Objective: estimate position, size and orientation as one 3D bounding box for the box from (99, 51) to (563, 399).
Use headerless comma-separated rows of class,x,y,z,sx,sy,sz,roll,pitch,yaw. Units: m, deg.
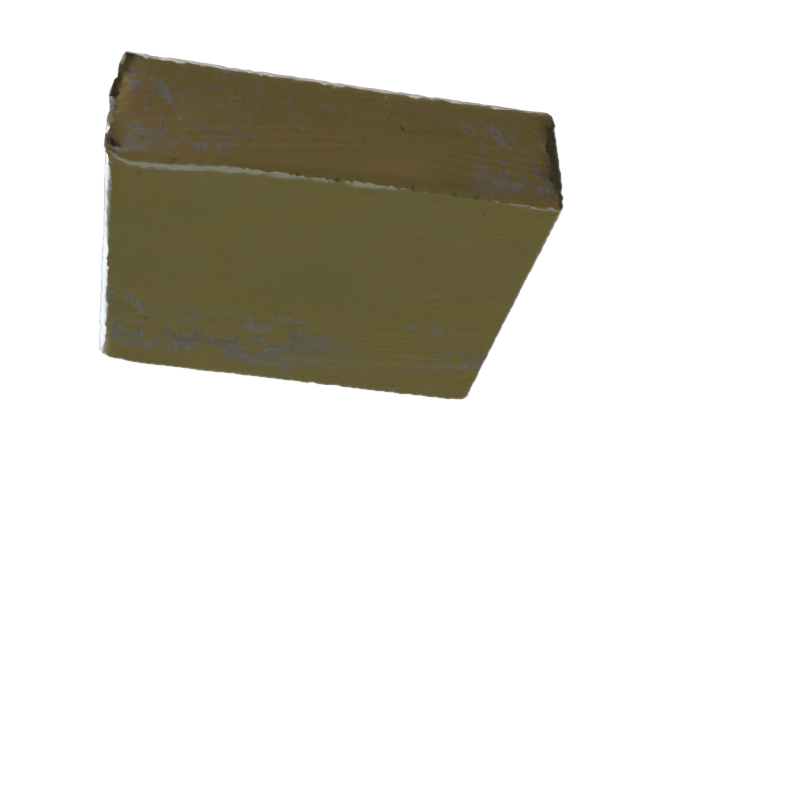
box,-0.024,-0.043,0.301,0.112,0.042,0.085,6,-36,-9
